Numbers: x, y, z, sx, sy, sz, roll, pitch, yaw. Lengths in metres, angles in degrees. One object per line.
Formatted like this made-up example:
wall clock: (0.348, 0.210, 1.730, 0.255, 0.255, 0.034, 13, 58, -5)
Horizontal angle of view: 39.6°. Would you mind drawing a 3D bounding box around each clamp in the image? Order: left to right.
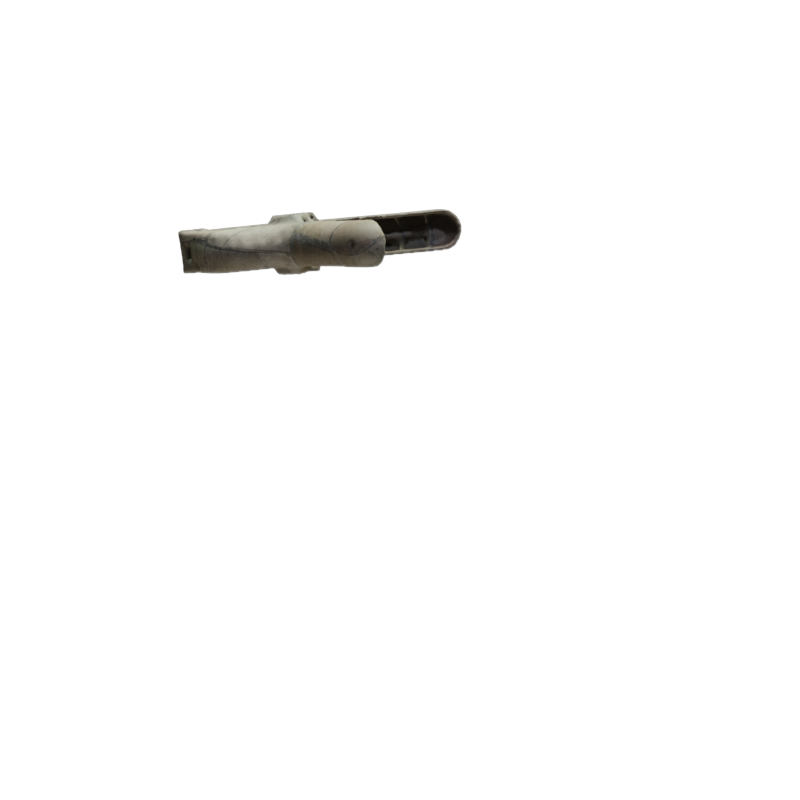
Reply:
clamp: (-0.052, -0.095, 0.662, 0.178, 0.039, 0.116, 5, 8, 36)
